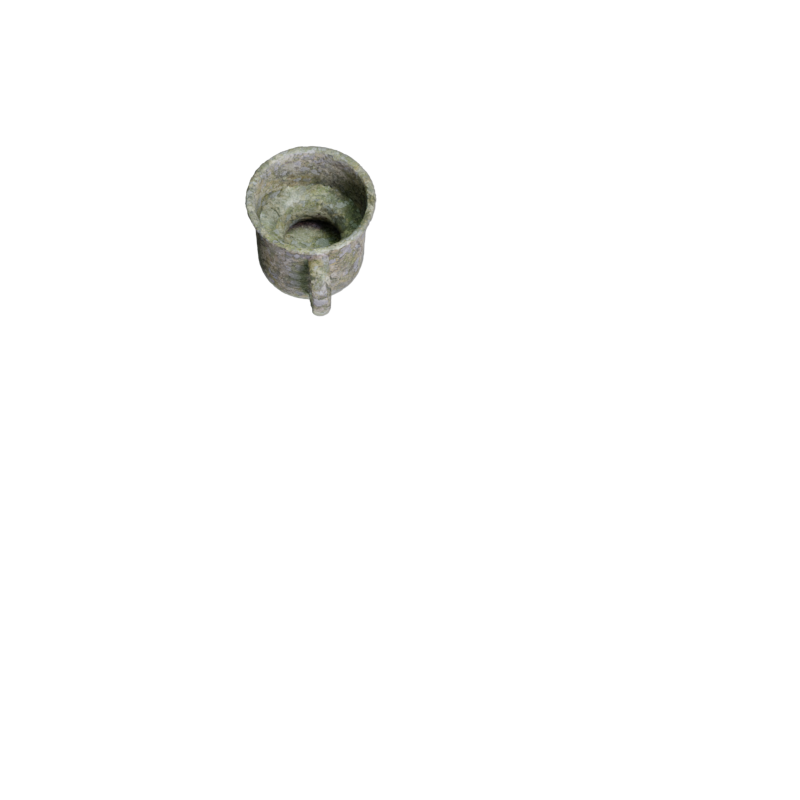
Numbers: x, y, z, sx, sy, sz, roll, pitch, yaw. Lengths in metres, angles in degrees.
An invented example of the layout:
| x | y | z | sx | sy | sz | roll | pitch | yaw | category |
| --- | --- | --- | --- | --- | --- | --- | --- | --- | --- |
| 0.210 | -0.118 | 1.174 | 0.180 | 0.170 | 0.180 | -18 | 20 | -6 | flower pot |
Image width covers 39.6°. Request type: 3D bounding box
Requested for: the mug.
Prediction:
| x | y | z | sx | sy | sz | roll | pitch | yaw | category |
| --- | --- | --- | --- | --- | --- | --- | --- | --- | --- |
| -0.064 | -0.116 | 0.815 | 0.093 | 0.125 | 0.077 | -9 | -28 | -6 | mug |
